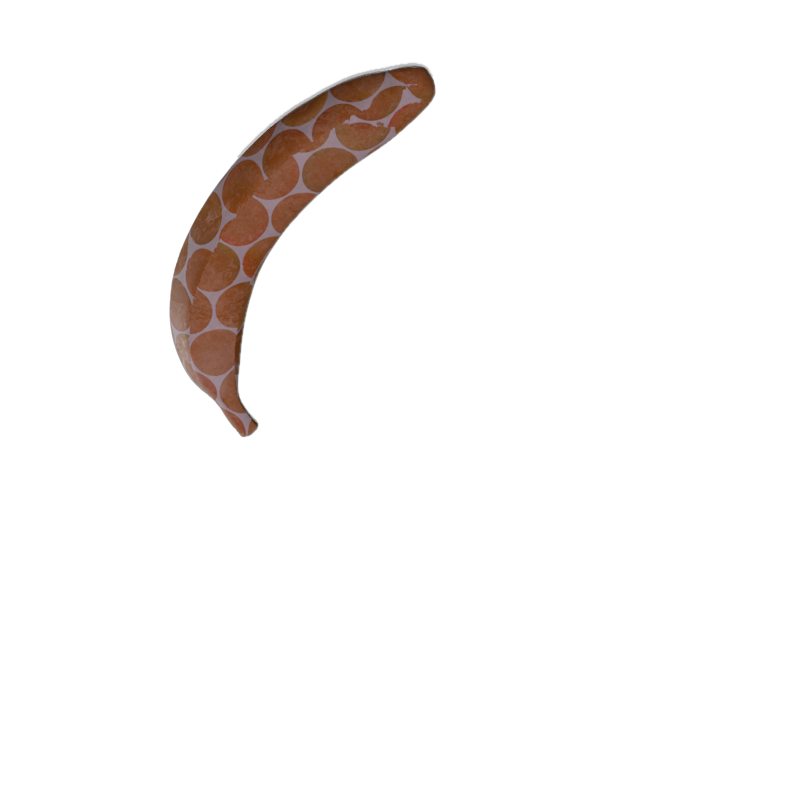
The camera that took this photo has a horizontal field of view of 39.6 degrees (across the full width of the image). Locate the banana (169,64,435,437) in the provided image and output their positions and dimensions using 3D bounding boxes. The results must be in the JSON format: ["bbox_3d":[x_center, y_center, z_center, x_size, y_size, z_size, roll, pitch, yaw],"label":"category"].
[{"bbox_3d":[-0.058,-0.076,0.504,0.068,0.192,0.039,24,24,-13],"label":"banana"}]
